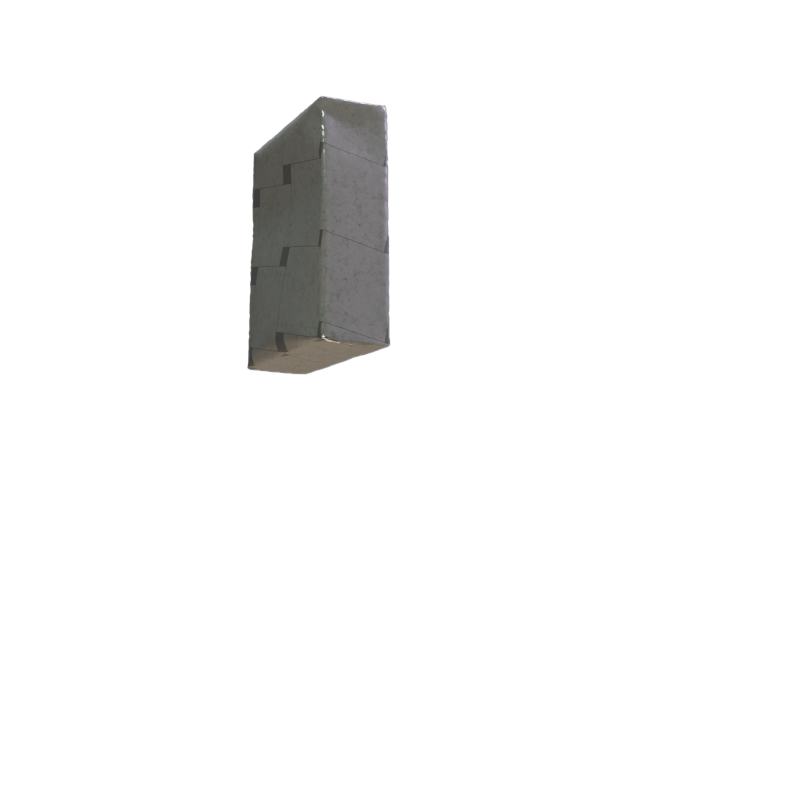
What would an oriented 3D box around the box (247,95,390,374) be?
[{"bbox_3d":[-0.077,-0.140,0.983,0.069,0.221,0.165,6,-14,-28],"label":"box"}]
